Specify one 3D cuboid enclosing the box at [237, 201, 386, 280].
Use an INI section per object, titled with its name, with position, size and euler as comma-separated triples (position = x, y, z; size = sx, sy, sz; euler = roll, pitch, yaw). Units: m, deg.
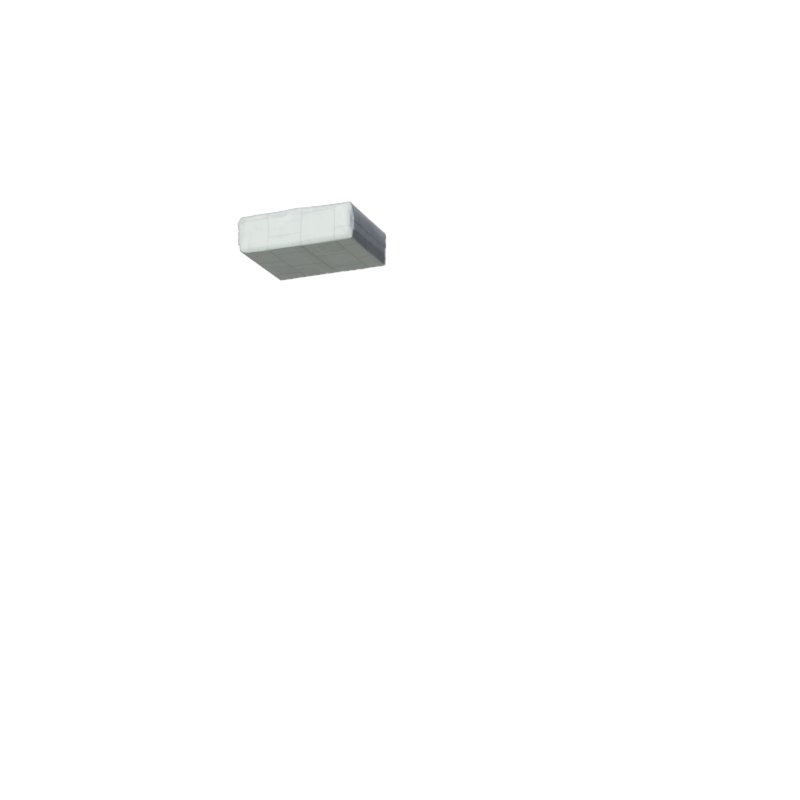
[box]
position = -0.063, -0.115, 0.809
size = 0.091, 0.031, 0.069
euler = -5, -13, 20
